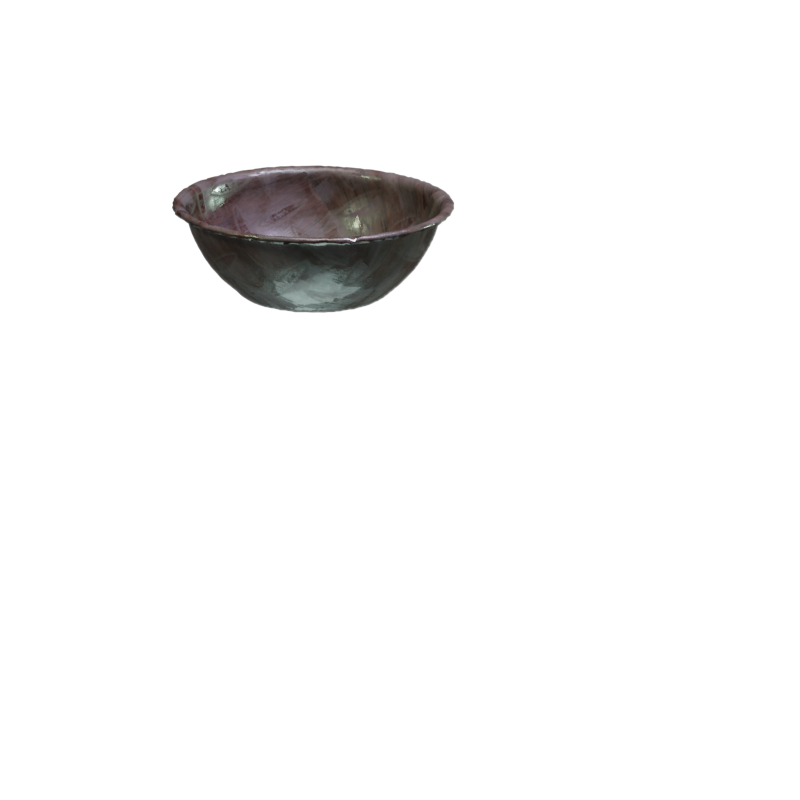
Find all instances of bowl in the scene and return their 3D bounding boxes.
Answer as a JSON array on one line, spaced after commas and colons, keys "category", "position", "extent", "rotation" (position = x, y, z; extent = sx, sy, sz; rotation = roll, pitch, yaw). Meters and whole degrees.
[{"category": "bowl", "position": [-0.051, -0.092, 0.647], "extent": [0.162, 0.052, 0.170], "rotation": [-1, 24, -2]}]
